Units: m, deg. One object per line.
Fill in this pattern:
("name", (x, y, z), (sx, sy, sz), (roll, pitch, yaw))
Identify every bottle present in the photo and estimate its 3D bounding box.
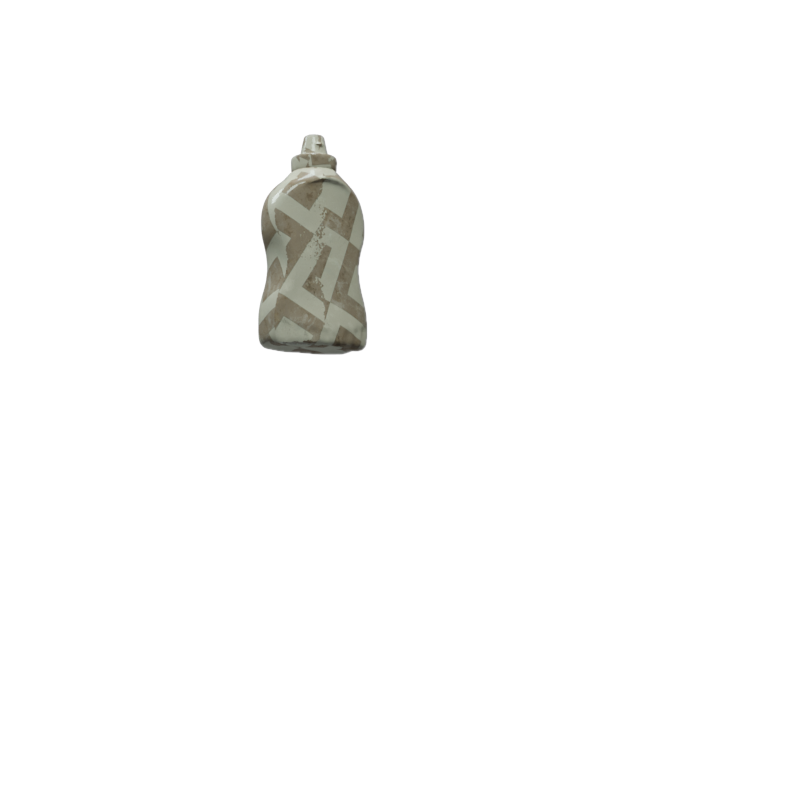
("bottle", (-0.076, -0.139, 0.971), (0.092, 0.197, 0.059), (6, -14, -31))
